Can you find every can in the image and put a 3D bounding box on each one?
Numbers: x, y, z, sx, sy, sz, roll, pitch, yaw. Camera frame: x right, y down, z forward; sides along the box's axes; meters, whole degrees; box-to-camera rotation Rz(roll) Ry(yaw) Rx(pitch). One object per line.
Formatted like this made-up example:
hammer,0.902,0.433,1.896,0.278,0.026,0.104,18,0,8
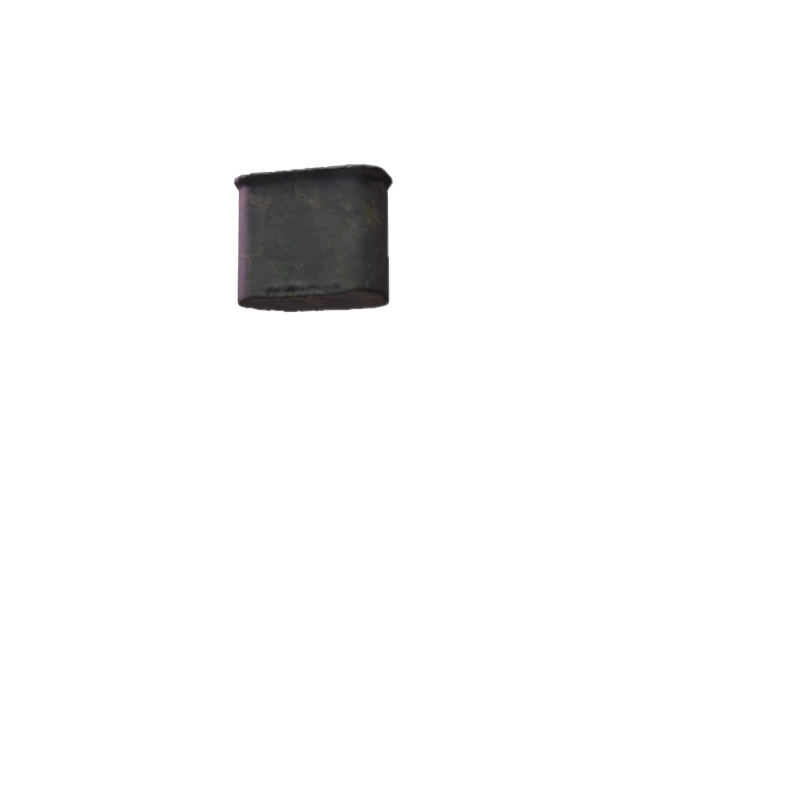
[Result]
can,-0.056,-0.103,0.720,0.104,0.086,0.055,-2,-10,15
